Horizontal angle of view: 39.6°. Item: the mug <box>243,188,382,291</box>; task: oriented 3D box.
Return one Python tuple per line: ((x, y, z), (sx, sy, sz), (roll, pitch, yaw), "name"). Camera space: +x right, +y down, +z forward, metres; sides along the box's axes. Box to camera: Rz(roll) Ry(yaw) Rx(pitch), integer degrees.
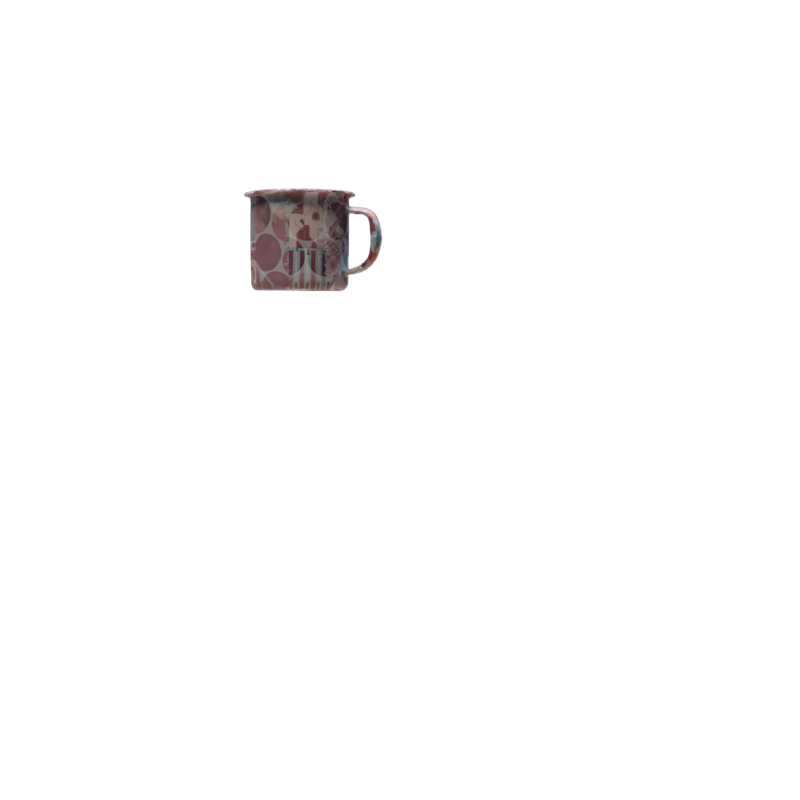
((-0.072, -0.131, 0.917), (0.120, 0.082, 0.091), (1, 2, 16), "mug")
